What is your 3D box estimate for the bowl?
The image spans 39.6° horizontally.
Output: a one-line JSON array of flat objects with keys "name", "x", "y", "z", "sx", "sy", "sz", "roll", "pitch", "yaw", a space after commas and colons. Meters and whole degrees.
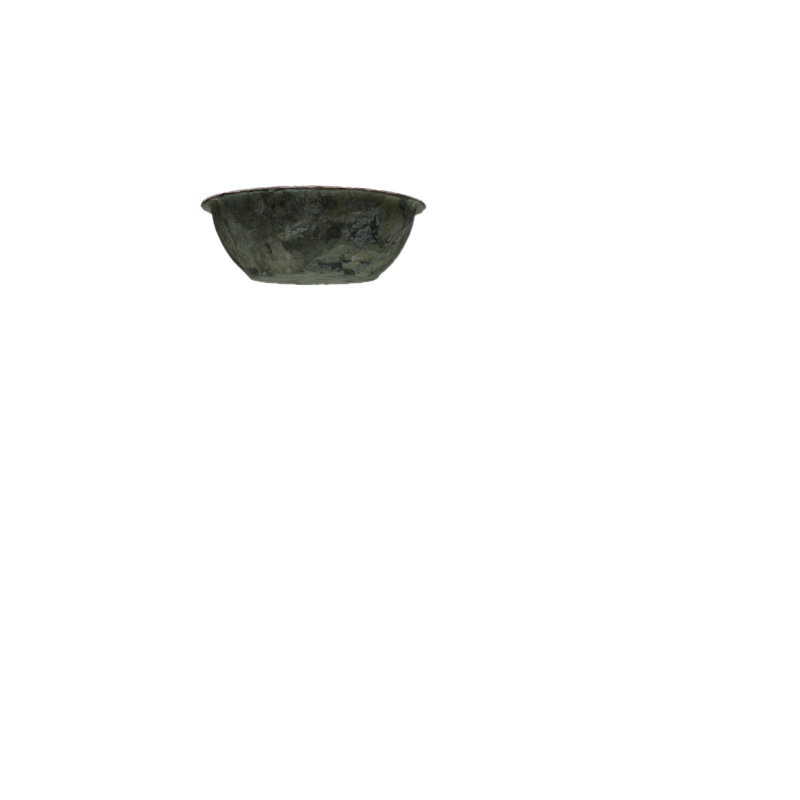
[{"name": "bowl", "x": -0.062, "y": -0.113, "z": 0.795, "sx": 0.162, "sy": 0.056, "sz": 0.161, "roll": 0, "pitch": 0, "yaw": -2}]
